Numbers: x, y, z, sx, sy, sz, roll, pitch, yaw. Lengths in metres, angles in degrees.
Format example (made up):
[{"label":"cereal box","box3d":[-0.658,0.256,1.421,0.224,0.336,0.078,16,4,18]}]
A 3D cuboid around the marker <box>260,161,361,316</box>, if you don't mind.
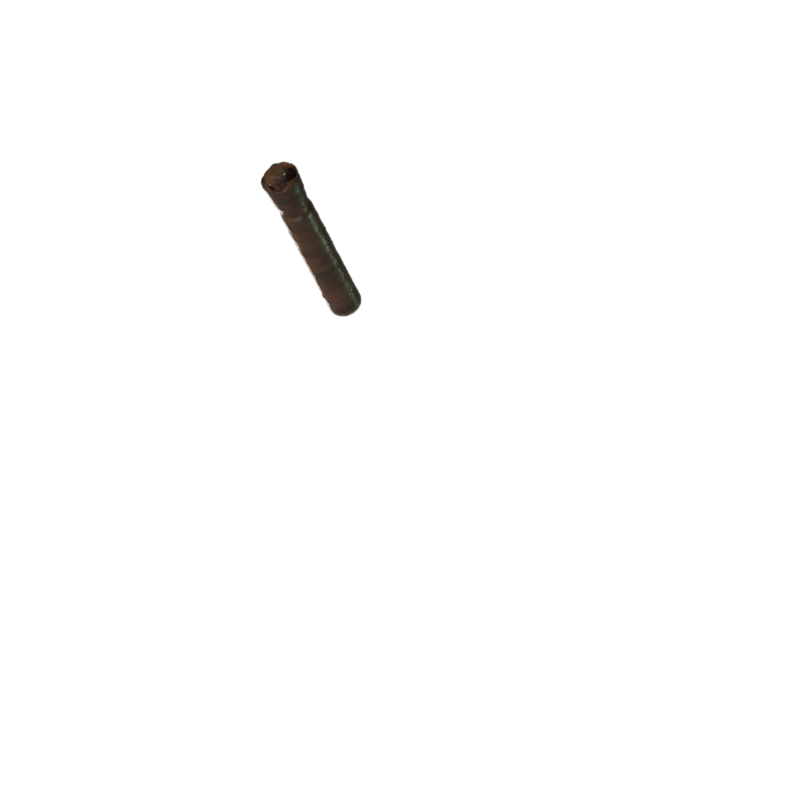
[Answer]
[{"label":"marker","box3d":[-0.044,-0.081,0.566,0.020,0.021,0.112,2,-28,18]}]
